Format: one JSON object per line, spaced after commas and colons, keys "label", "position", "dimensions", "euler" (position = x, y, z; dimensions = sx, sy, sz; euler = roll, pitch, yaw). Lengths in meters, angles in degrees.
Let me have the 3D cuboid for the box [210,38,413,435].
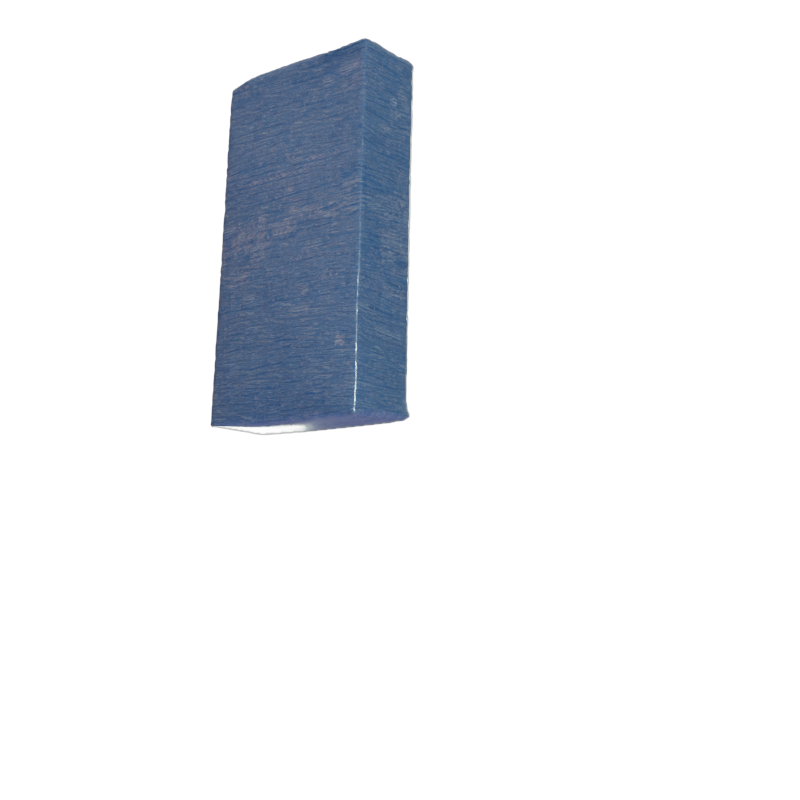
{"label": "box", "position": [-0.042, -0.076, 0.530], "dimensions": [0.095, 0.182, 0.045], "euler": [-11, -17, 38]}
